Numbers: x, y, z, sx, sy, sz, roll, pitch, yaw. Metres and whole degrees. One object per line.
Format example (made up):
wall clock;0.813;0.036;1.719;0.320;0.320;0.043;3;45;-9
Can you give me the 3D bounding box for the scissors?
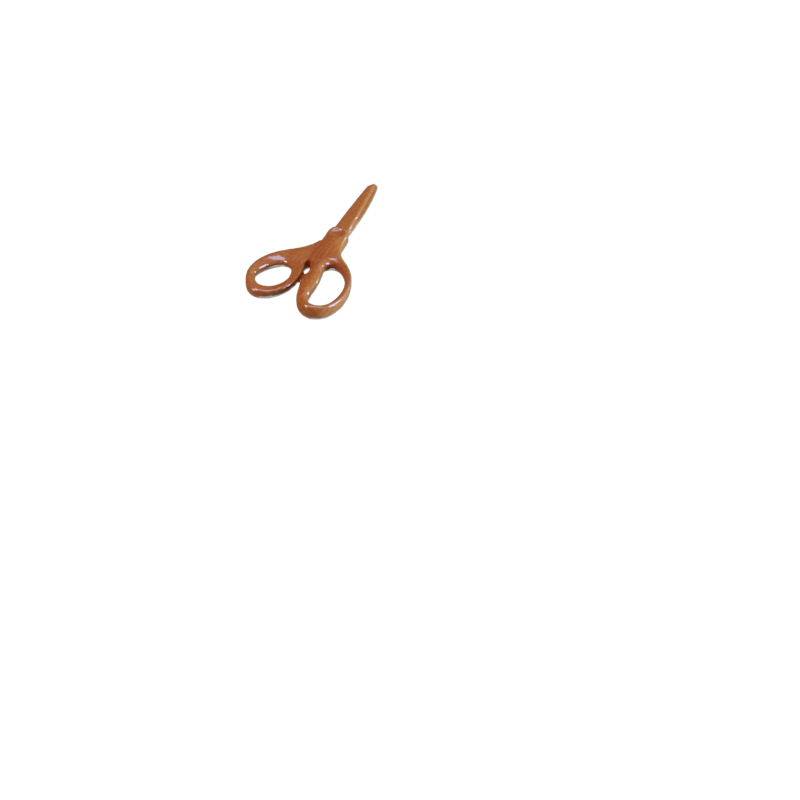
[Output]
scissors;-0.075;-0.136;0.953;0.097;0.015;0.214;3;39;3
